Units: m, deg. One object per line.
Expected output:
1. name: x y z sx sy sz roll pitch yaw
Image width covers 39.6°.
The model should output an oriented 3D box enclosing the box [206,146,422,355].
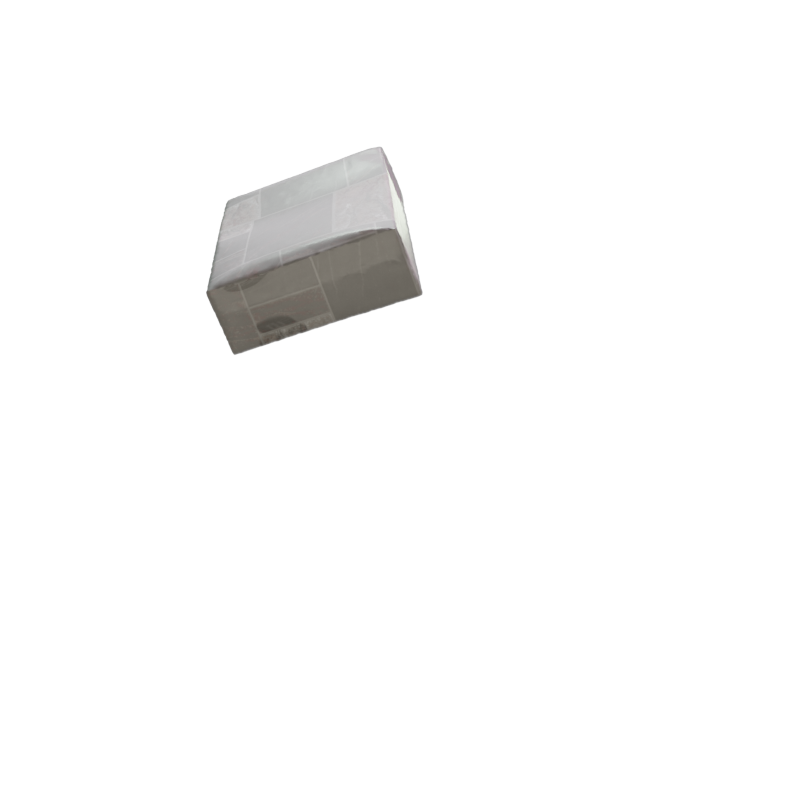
1. box: -0.076 -0.139 0.973 0.165 0.067 0.226 -18 29 7
